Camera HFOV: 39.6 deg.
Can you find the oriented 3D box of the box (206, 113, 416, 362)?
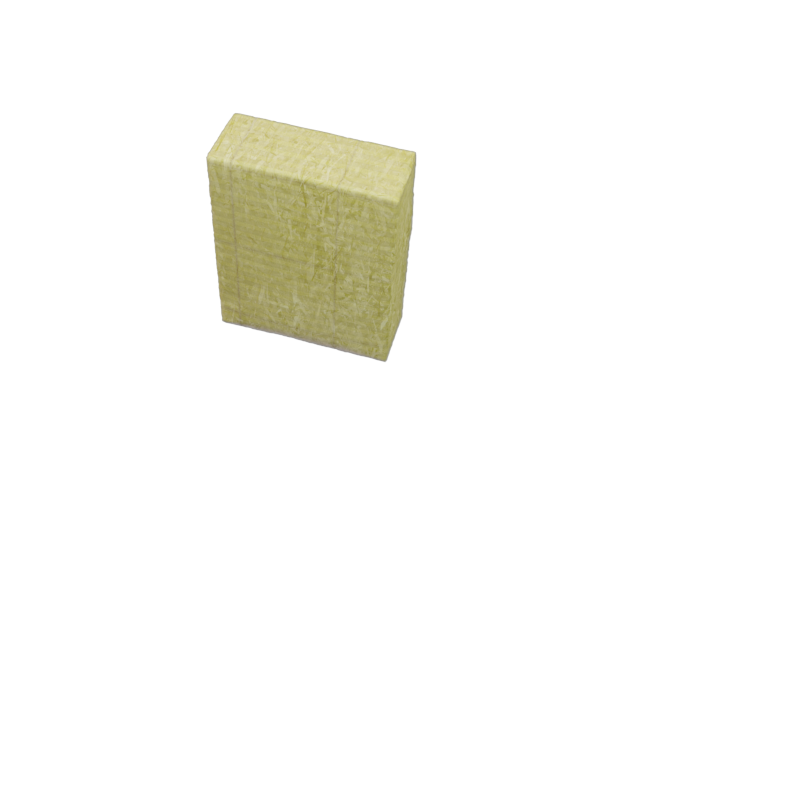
[{"bbox_3d":[-0.076,-0.139,0.975,0.168,0.075,0.199,15,-38,10],"label":"box"}]
